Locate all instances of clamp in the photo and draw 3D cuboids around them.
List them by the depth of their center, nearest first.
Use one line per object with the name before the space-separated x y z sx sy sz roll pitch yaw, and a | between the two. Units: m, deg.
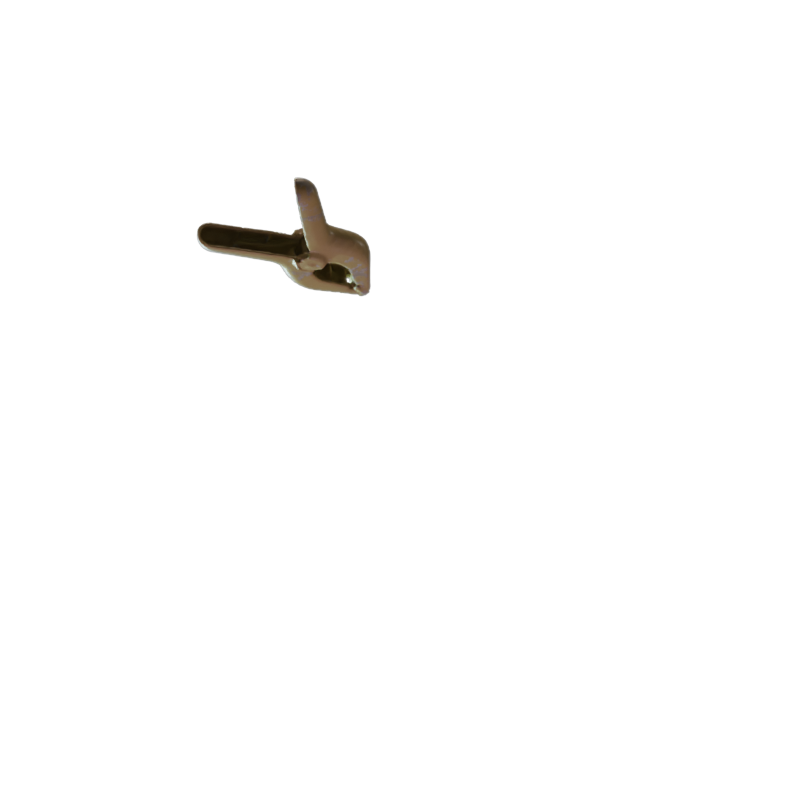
clamp | -0.074 -0.136 0.951 0.161 0.041 0.121 17 -26 -41
